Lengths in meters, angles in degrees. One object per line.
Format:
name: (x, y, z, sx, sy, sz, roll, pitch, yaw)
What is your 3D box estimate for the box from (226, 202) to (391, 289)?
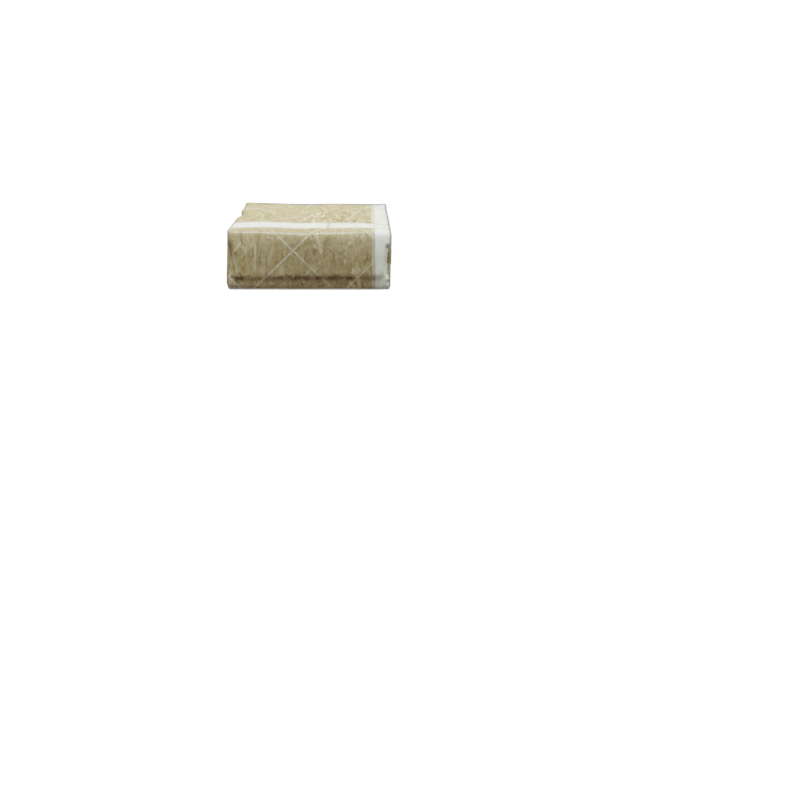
box: (-0.042, -0.076, 0.530, 0.073, 0.029, 0.092, 0, 17, 0)
